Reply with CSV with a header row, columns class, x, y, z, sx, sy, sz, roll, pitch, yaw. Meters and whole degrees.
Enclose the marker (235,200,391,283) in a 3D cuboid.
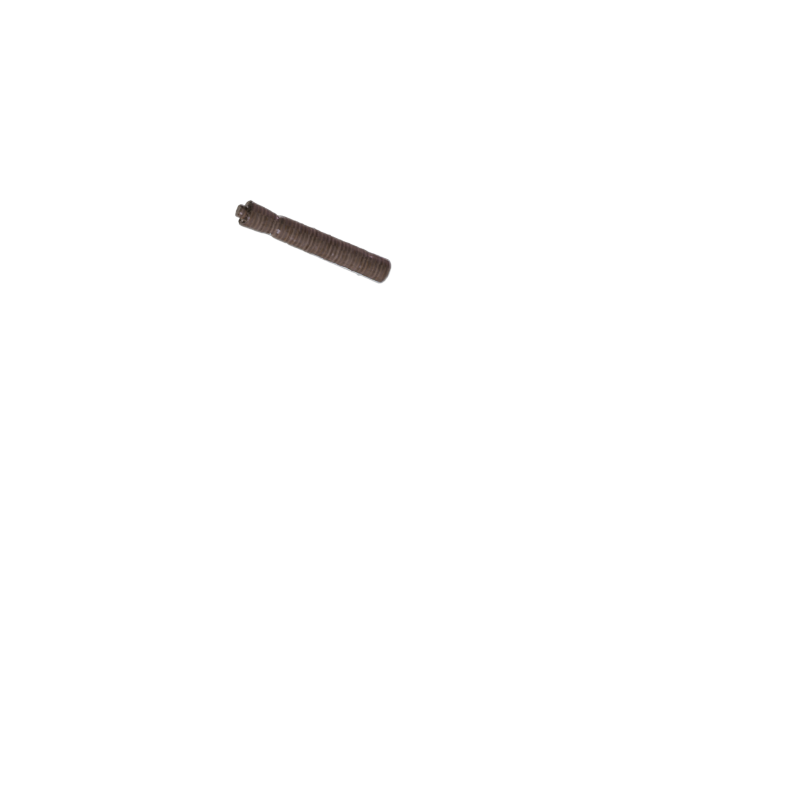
class,x,y,z,sx,sy,sz,roll,pitch,yaw
marker,-0.061,-0.111,0.775,0.115,0.020,0.020,20,-6,-24
